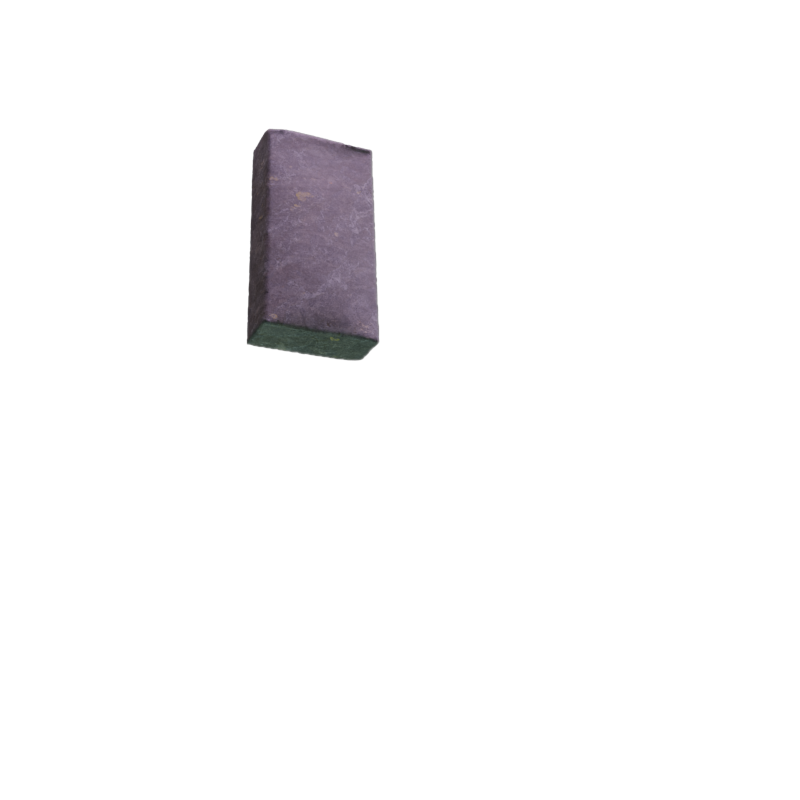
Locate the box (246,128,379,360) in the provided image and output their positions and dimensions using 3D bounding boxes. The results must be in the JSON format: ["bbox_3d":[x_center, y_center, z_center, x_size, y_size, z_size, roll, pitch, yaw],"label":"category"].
[{"bbox_3d":[-0.067,-0.122,0.852,0.090,0.187,0.047,9,-29,-20],"label":"box"}]
